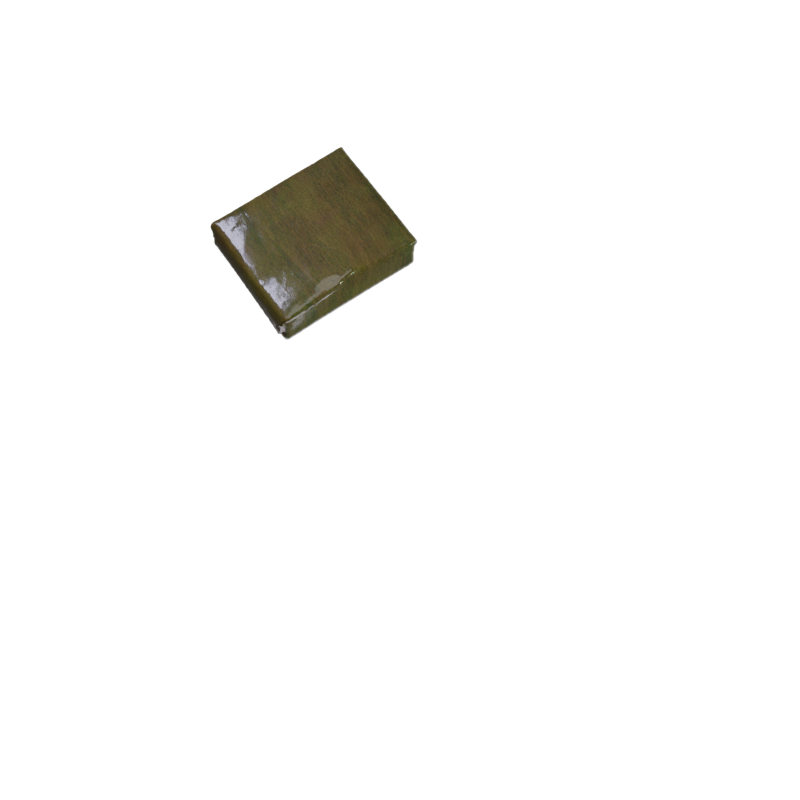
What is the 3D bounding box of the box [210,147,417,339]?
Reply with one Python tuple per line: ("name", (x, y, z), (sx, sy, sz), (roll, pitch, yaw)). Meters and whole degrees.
("box", (-0.048, -0.087, 0.608), (0.089, 0.077, 0.028), (-32, -21, -15))
